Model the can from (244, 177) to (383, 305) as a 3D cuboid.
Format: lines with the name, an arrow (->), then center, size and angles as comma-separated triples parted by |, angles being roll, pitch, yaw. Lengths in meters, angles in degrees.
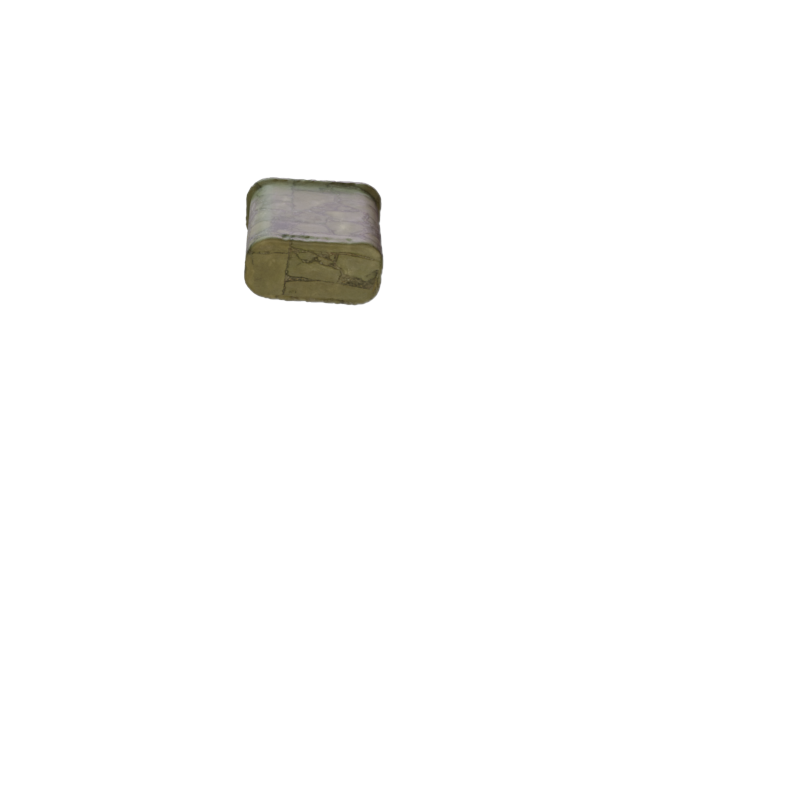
can -> -0.063, -0.115, 0.803 | 0.101, 0.054, 0.090 | 3, 37, -4
